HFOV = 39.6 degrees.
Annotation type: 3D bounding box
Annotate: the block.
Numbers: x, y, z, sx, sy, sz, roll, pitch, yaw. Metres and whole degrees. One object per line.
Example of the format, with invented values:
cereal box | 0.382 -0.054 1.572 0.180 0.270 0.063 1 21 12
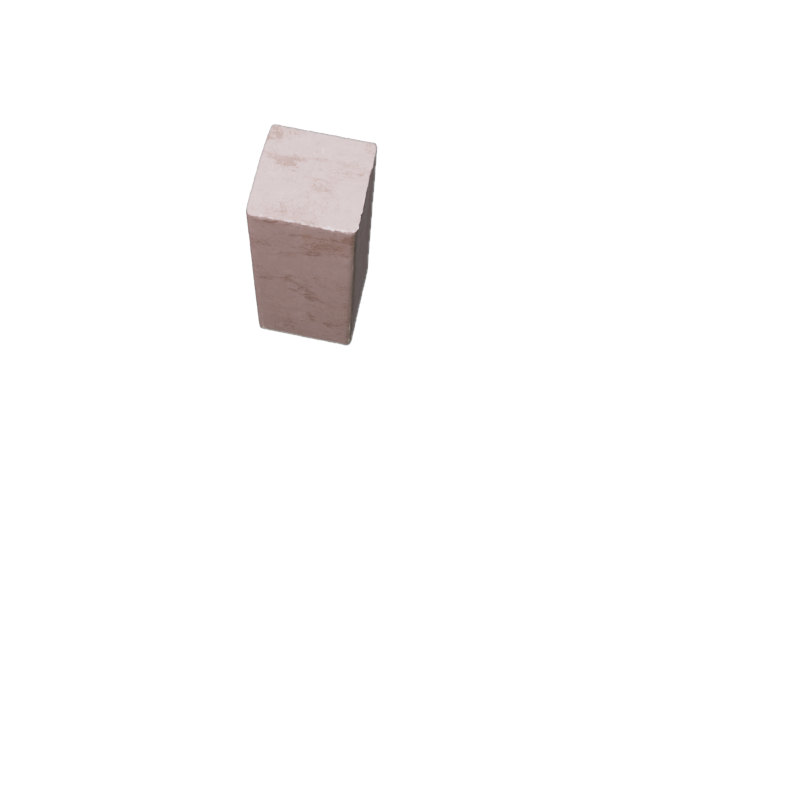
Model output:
block | -0.076 -0.136 0.960 0.091 0.095 0.195 12 -24 2
